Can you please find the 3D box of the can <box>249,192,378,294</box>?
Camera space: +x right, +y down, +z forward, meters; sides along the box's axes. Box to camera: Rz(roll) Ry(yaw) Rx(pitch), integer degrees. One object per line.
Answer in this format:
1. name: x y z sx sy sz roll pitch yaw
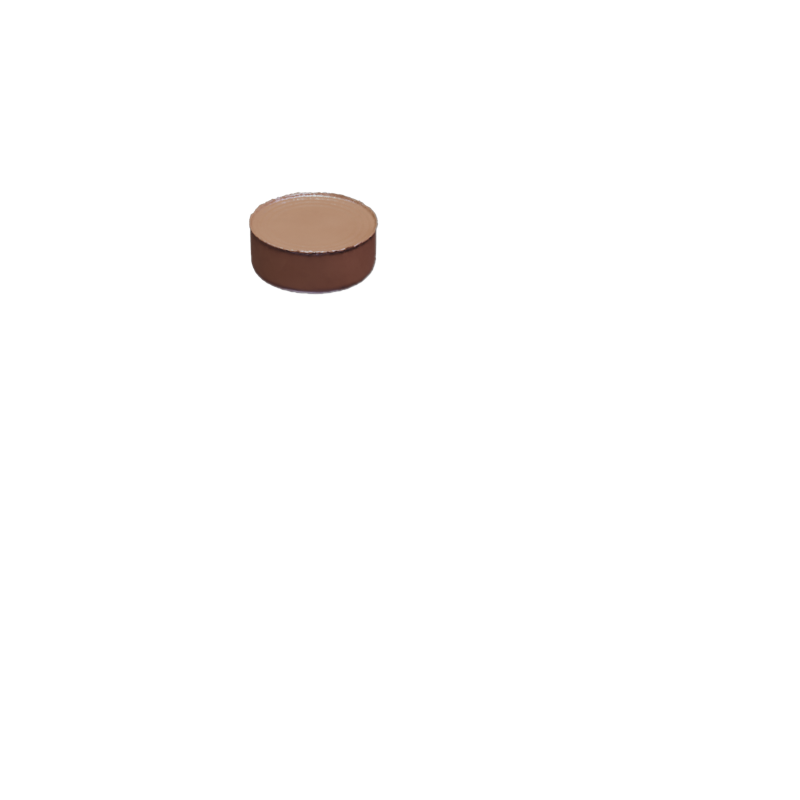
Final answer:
1. can: -0.058 -0.106 0.743 0.086 0.031 0.092 -1 34 -2
